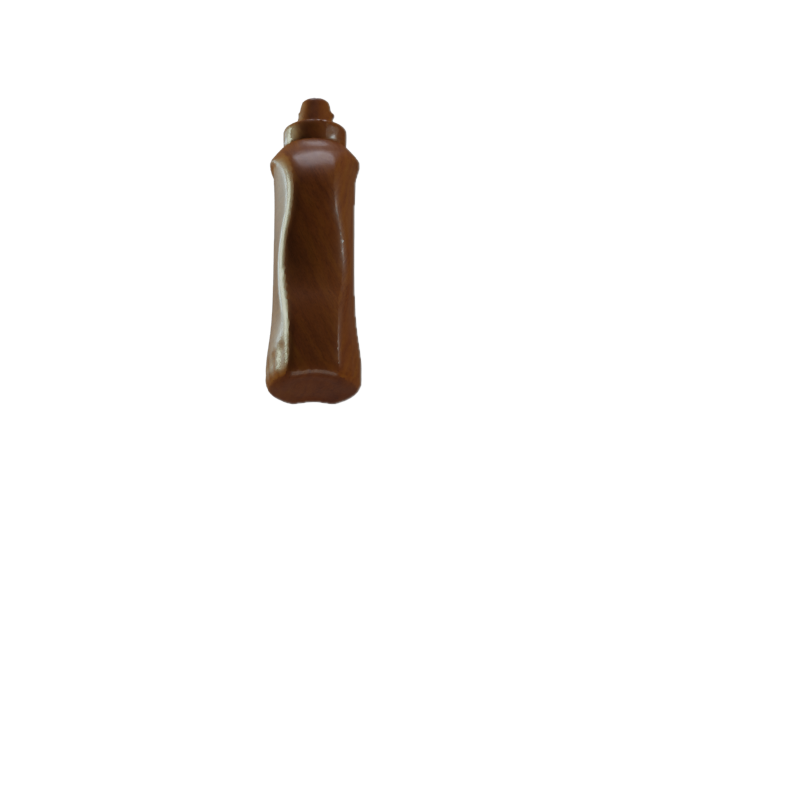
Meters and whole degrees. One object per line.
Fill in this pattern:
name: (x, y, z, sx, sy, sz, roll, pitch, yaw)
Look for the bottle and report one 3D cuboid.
bottle: (-0.054, -0.099, 0.693, 0.058, 0.200, 0.092, -1, -17, -2)
